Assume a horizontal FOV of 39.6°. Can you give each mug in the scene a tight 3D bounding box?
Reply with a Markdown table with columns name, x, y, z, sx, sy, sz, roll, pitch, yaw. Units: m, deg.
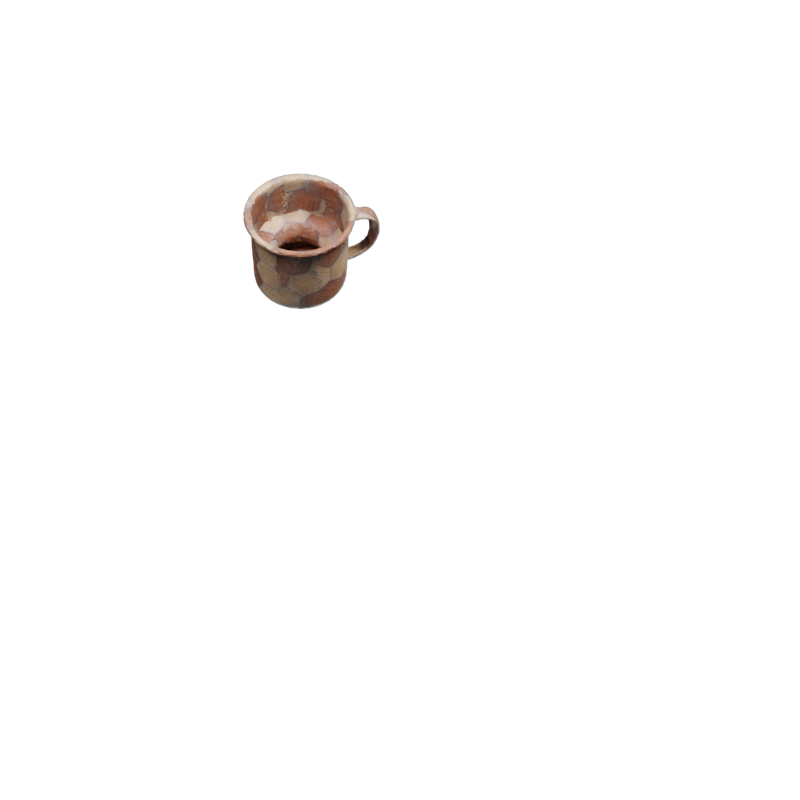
| name | x | y | z | sx | sy | sz | roll | pitch | yaw |
| --- | --- | --- | --- | --- | --- | --- | --- | --- | --- |
| mug | -0.074 | -0.135 | 0.946 | 0.116 | 0.101 | 0.076 | -16 | -35 | -13 |
